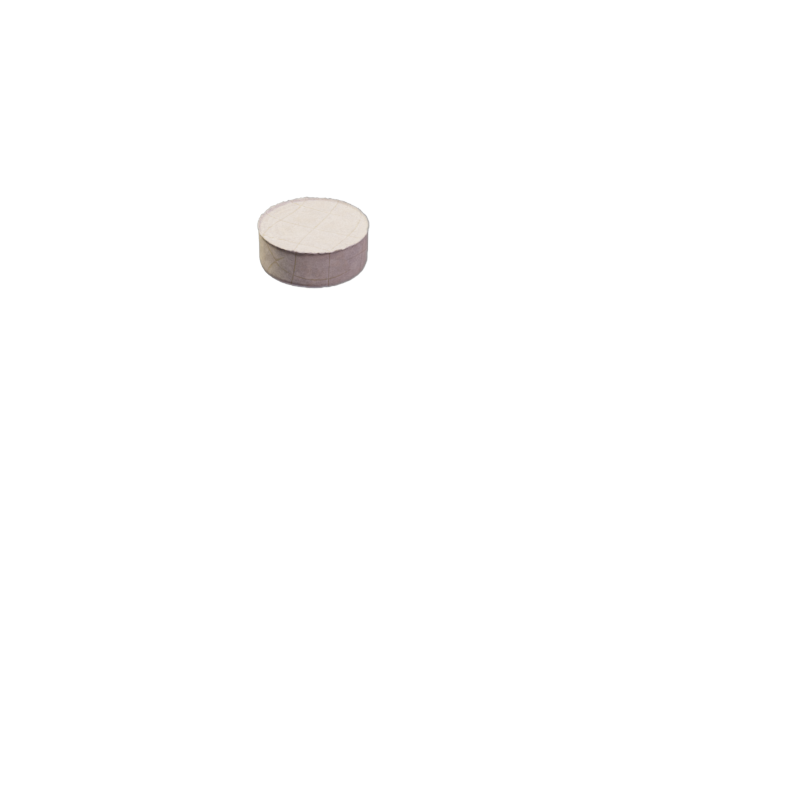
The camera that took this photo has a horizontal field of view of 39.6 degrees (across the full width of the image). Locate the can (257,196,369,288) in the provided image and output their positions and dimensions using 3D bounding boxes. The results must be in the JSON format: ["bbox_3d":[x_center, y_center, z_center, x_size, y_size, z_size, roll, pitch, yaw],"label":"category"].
[{"bbox_3d":[-0.067,-0.122,0.855,0.086,0.031,0.092,-1,36,-2],"label":"can"}]
